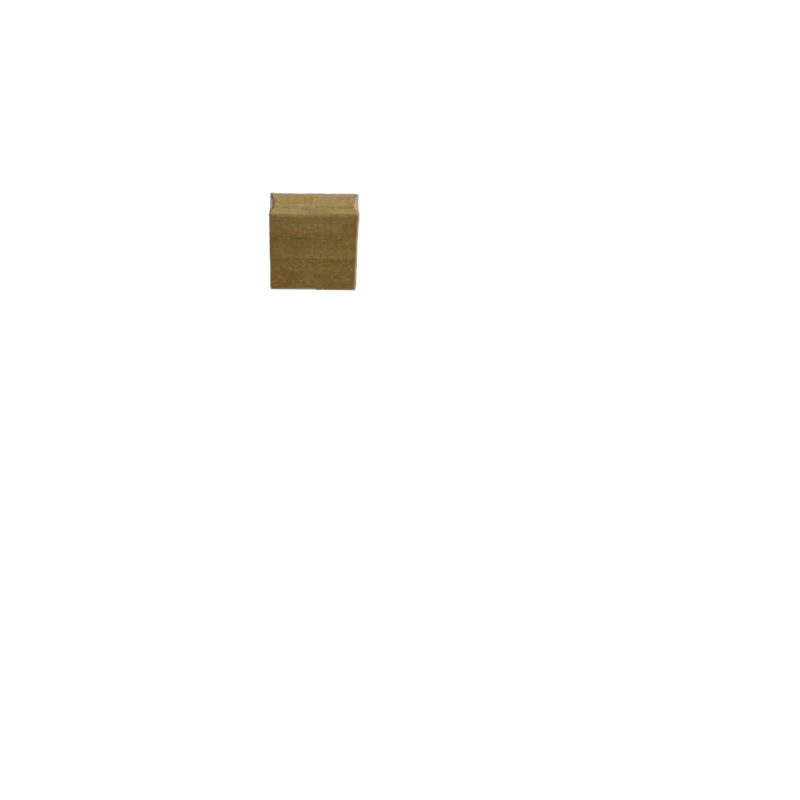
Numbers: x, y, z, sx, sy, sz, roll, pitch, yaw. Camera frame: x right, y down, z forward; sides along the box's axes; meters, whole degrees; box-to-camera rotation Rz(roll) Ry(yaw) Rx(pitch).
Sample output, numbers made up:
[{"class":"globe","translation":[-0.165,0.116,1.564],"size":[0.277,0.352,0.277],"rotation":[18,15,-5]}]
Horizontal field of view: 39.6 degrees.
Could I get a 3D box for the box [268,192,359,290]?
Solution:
[{"class":"box","translation":[-0.072,-0.131,0.920],"size":[0.073,0.032,0.083],"rotation":[1,-44,-2]}]
